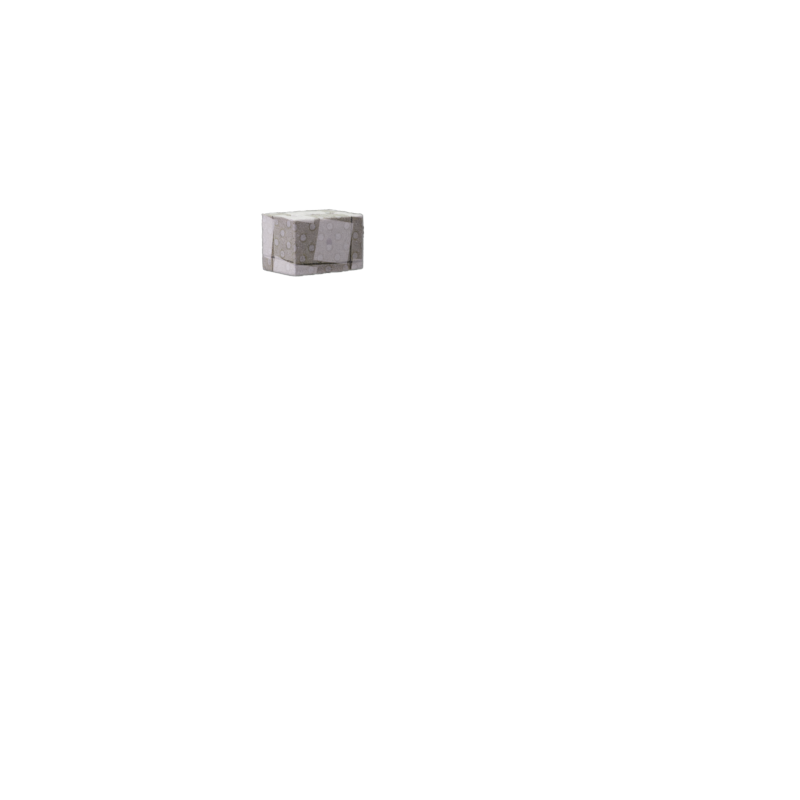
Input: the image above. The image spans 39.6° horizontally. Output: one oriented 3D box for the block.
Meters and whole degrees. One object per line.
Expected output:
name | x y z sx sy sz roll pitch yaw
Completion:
block | -0.077 -0.141 0.985 0.076 0.050 0.055 -9 15 -37
